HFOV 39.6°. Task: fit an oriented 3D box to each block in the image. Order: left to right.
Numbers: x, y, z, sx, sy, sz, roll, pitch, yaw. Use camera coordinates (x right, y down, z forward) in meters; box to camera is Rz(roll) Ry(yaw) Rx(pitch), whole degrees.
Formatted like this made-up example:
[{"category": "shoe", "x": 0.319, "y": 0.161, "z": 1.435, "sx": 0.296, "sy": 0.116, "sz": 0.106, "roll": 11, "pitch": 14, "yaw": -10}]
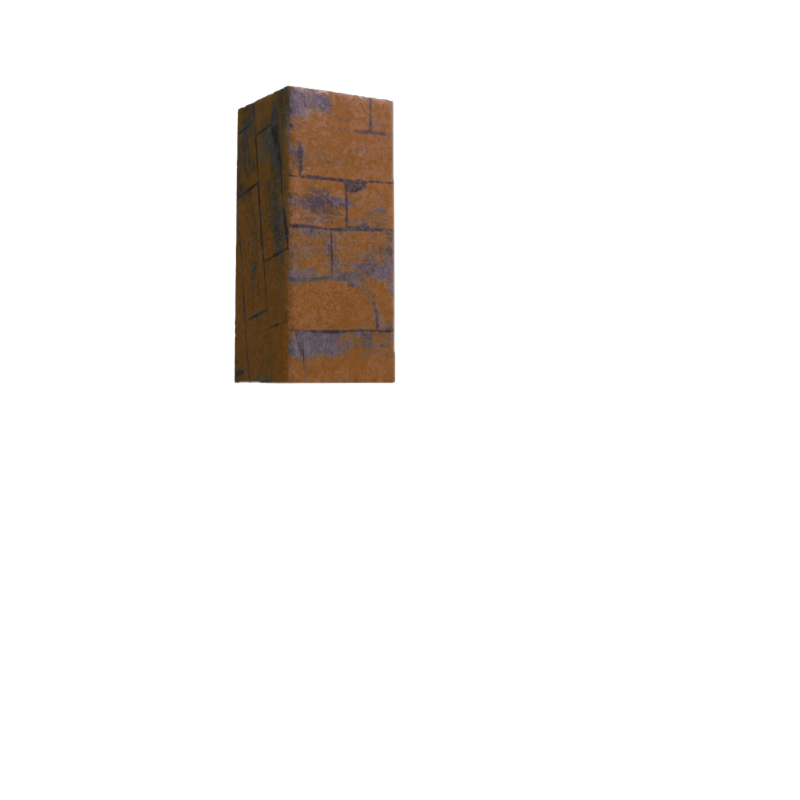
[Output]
[{"category": "block", "x": -0.064, "y": -0.117, "z": 0.817, "sx": 0.087, "sy": 0.209, "sz": 0.092, "roll": 3, "pitch": -6, "yaw": -31}]
